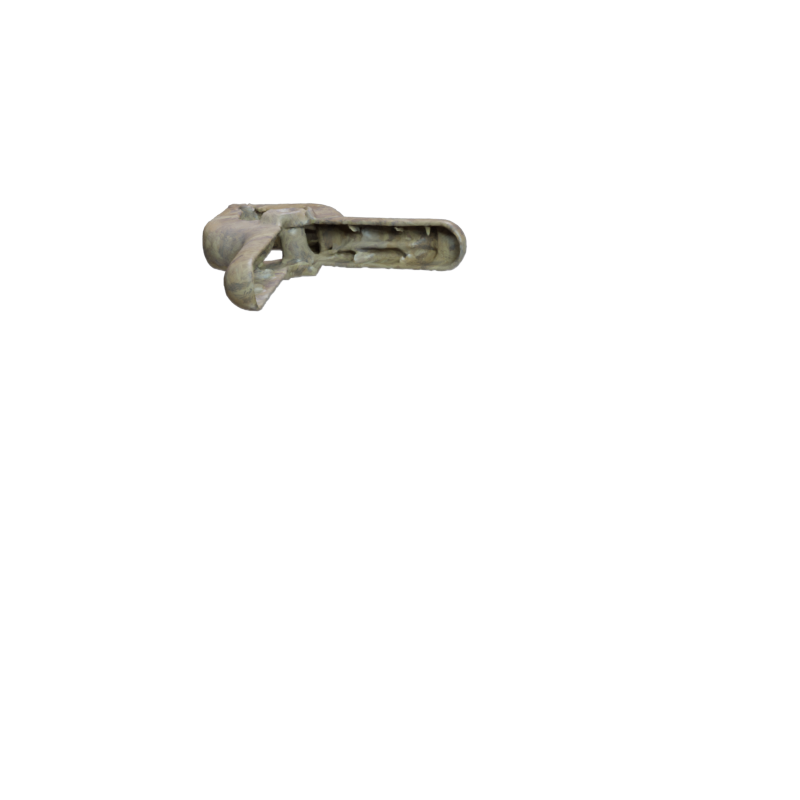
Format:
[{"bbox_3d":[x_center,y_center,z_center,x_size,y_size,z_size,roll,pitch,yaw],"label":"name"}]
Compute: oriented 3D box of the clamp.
[{"bbox_3d":[-0.045,-0.082,0.576,0.118,0.038,0.181,-6,20,-17],"label":"clamp"}]
